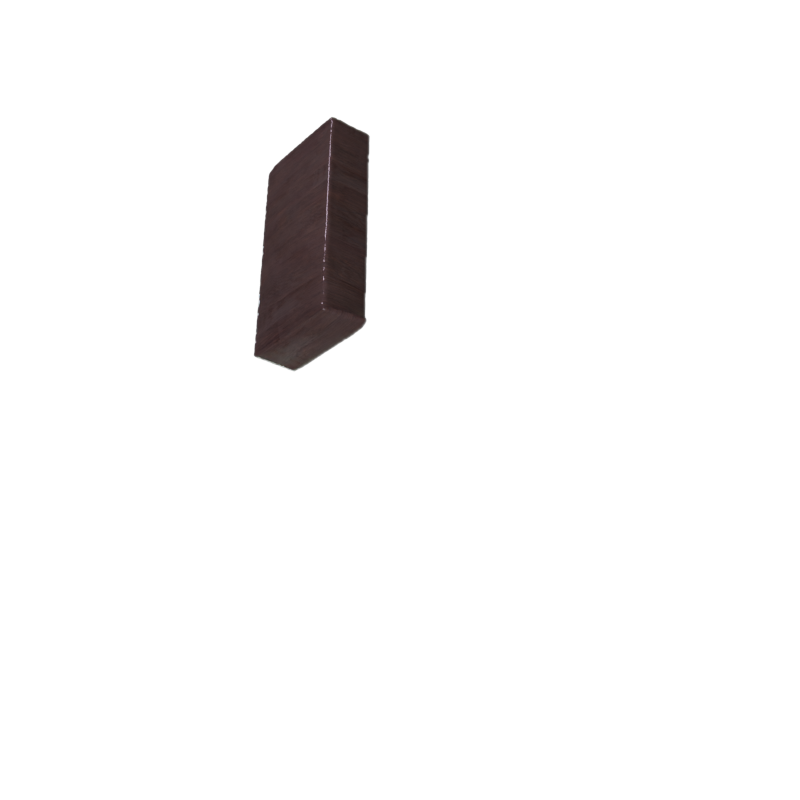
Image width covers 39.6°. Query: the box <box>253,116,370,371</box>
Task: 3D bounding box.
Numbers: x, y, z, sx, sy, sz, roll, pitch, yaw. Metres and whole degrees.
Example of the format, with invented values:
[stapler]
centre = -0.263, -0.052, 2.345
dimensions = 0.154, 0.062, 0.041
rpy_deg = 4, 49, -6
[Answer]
[box]
centre = -0.067, -0.121, 0.851
dimensions = 0.045, 0.188, 0.092
rpy_deg = 21, -38, -34
